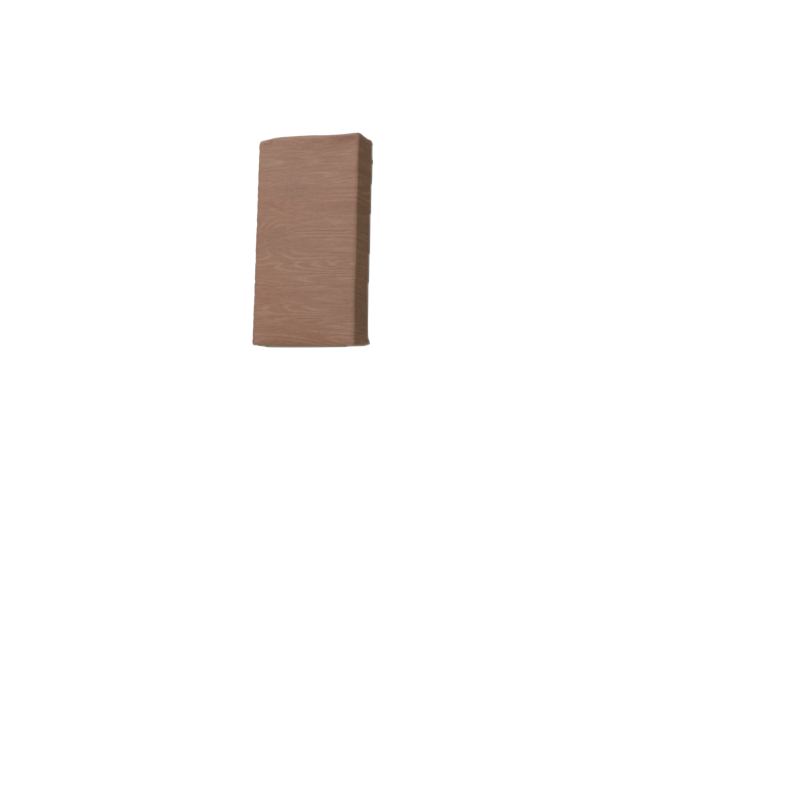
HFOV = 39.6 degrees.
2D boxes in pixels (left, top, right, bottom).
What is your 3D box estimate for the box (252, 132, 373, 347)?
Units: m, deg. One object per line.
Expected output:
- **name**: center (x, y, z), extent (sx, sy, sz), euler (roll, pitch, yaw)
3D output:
- **box**: center (-0.073, -0.133, 0.928), extent (0.096, 0.179, 0.046), euler (-2, -6, 20)
